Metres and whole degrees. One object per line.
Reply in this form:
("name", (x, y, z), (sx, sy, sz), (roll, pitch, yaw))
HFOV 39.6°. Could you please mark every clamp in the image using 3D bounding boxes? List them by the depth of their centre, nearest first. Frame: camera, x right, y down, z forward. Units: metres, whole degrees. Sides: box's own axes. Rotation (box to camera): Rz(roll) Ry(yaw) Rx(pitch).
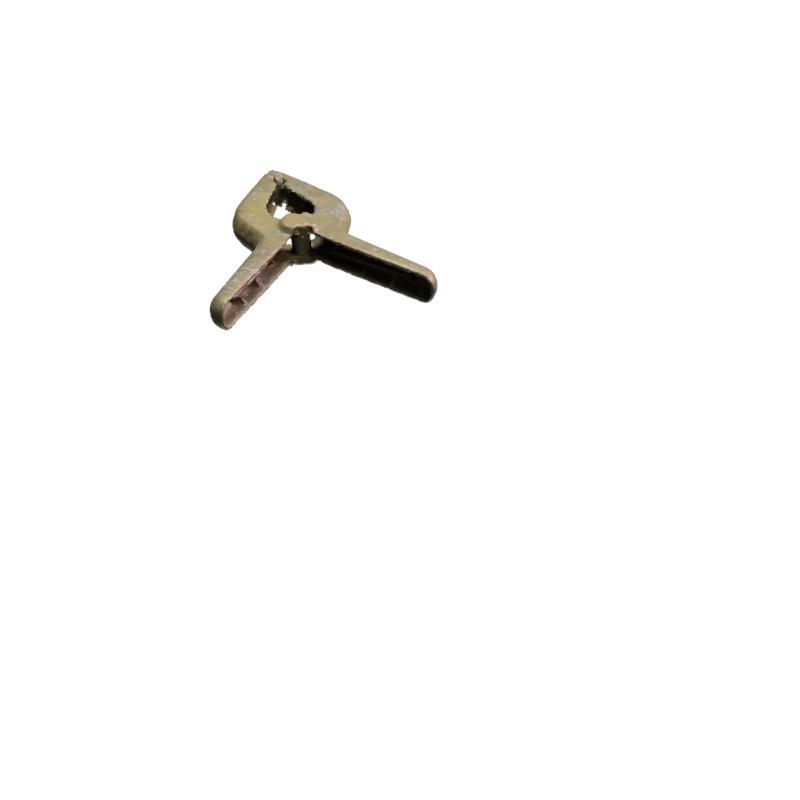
("clamp", (-0.067, -0.123, 0.862), (0.163, 0.034, 0.225), (-5, 35, -7))
